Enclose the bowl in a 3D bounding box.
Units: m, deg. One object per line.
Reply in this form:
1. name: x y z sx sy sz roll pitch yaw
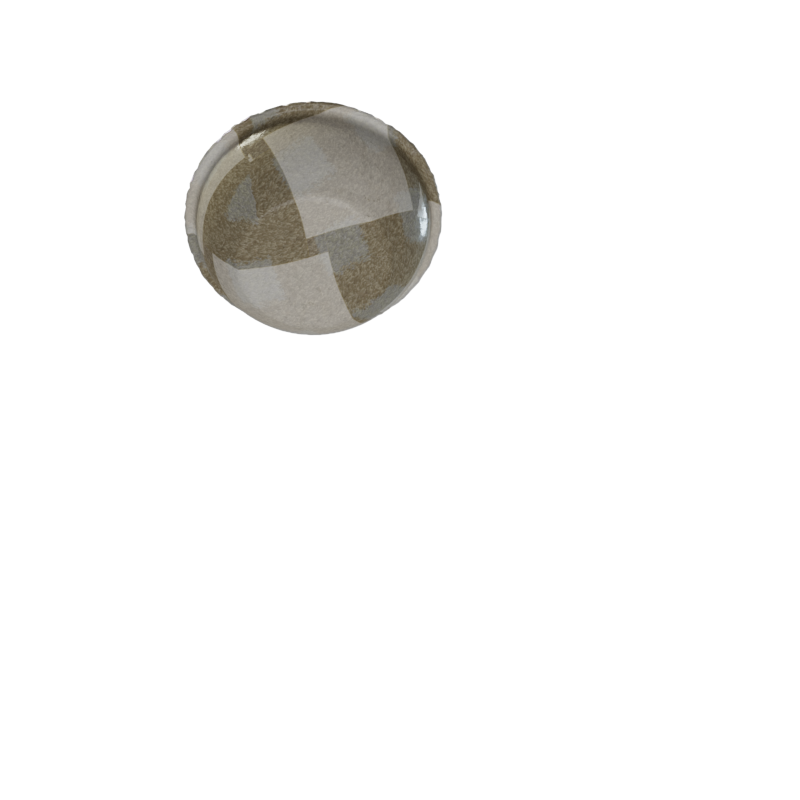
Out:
1. bowl: -0.053 -0.096 0.674 0.162 0.152 0.059 1 31 -1
